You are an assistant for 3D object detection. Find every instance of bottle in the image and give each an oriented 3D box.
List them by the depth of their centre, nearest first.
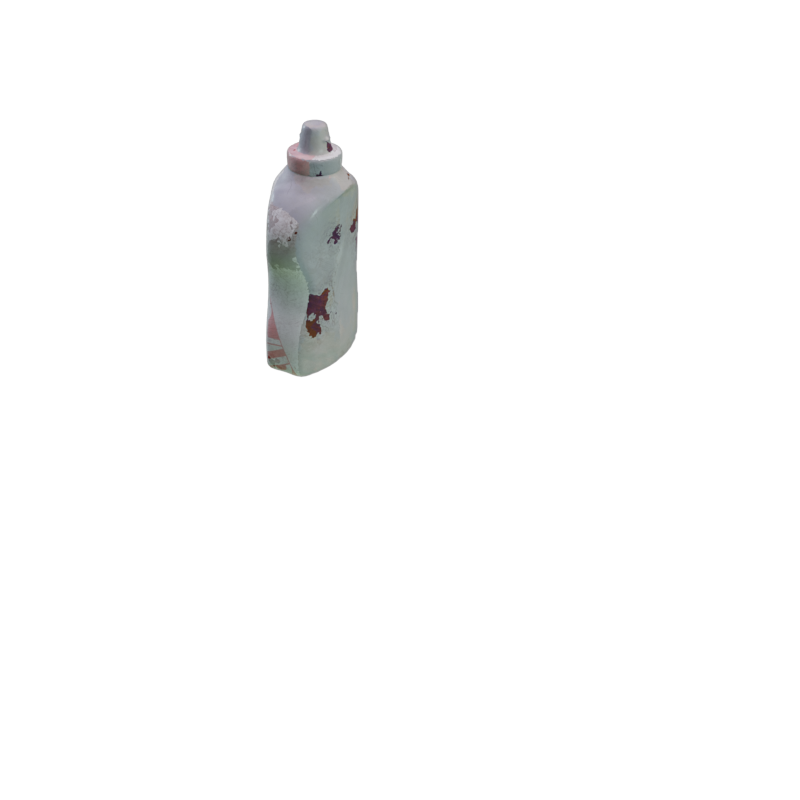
[{"bbox_3d":[-0.066,-0.121,0.845,0.061,0.181,0.097,16,32,24],"label":"bottle"}]
